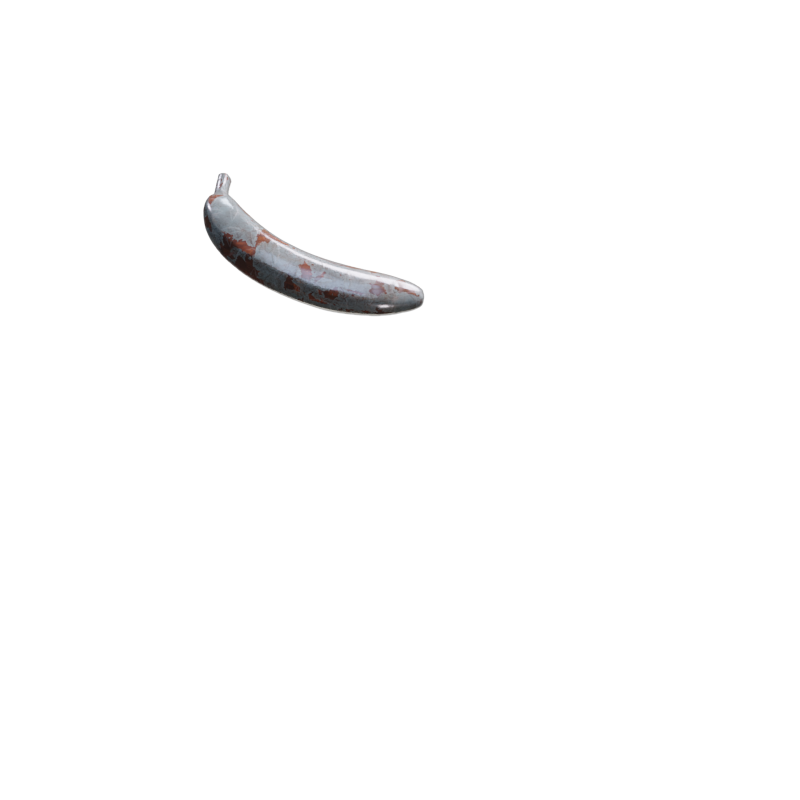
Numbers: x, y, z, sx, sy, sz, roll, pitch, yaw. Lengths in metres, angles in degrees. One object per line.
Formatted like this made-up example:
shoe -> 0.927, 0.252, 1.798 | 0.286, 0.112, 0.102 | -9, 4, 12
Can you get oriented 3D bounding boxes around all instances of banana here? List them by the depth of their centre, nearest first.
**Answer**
banana -> -0.079, -0.108, 0.831 | 0.206, 0.071, 0.034 | 33, -25, 18
